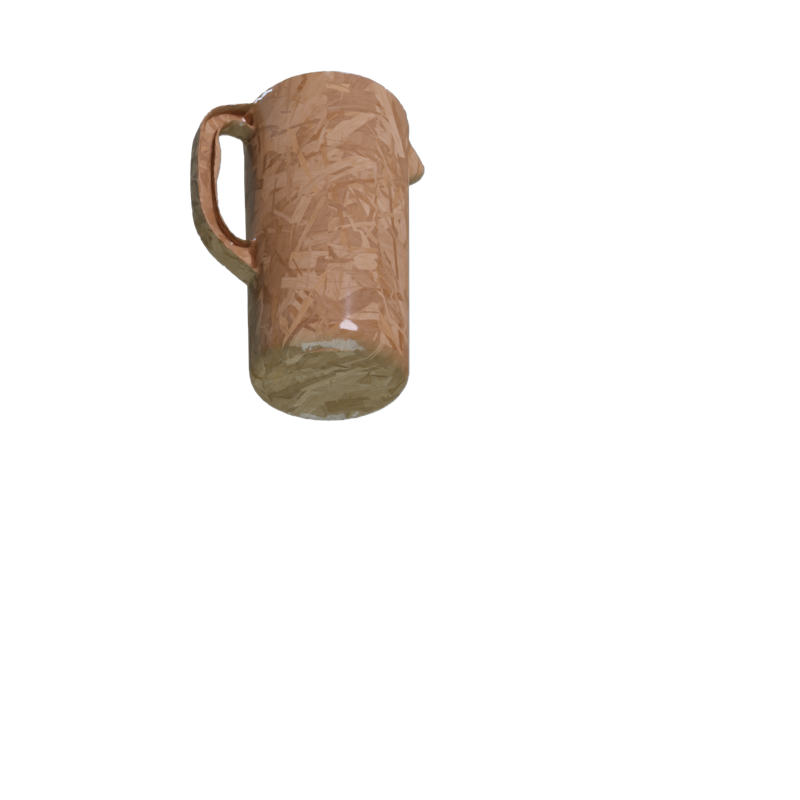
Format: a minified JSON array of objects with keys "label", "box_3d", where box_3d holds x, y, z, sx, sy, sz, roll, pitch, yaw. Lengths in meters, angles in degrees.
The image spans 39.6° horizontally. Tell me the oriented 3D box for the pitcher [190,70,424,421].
[{"label":"pitcher","box_3d":[-0.063,-0.115,0.807,0.151,0.260,0.134,-14,-37,15]}]
